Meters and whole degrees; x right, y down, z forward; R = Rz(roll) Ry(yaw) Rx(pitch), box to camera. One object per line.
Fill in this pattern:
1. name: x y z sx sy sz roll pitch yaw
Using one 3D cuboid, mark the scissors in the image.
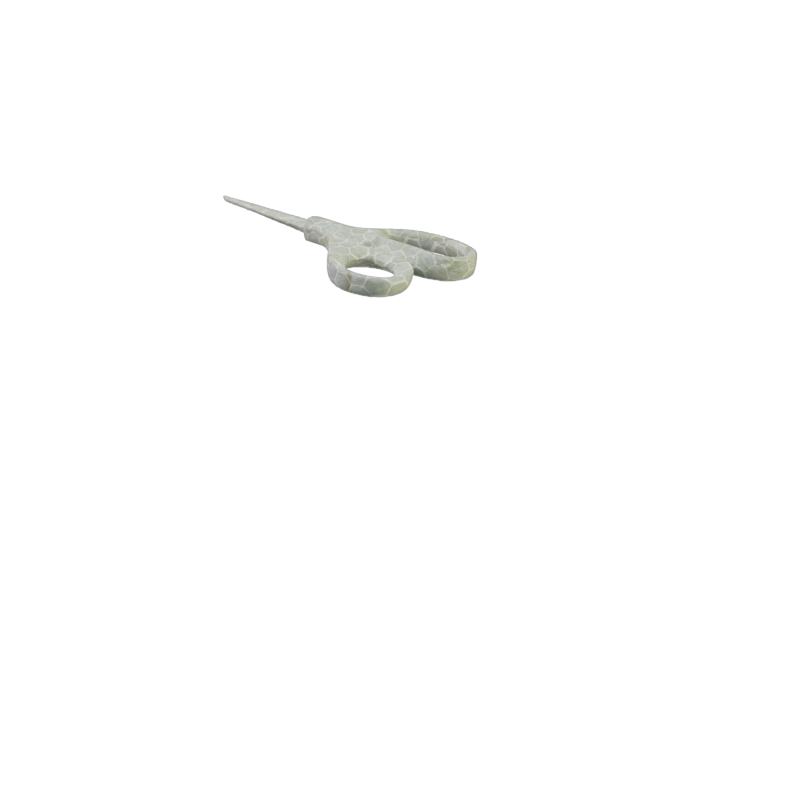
1. scissors: -0.053 -0.097 0.680 0.211 0.015 0.097 15 30 28
